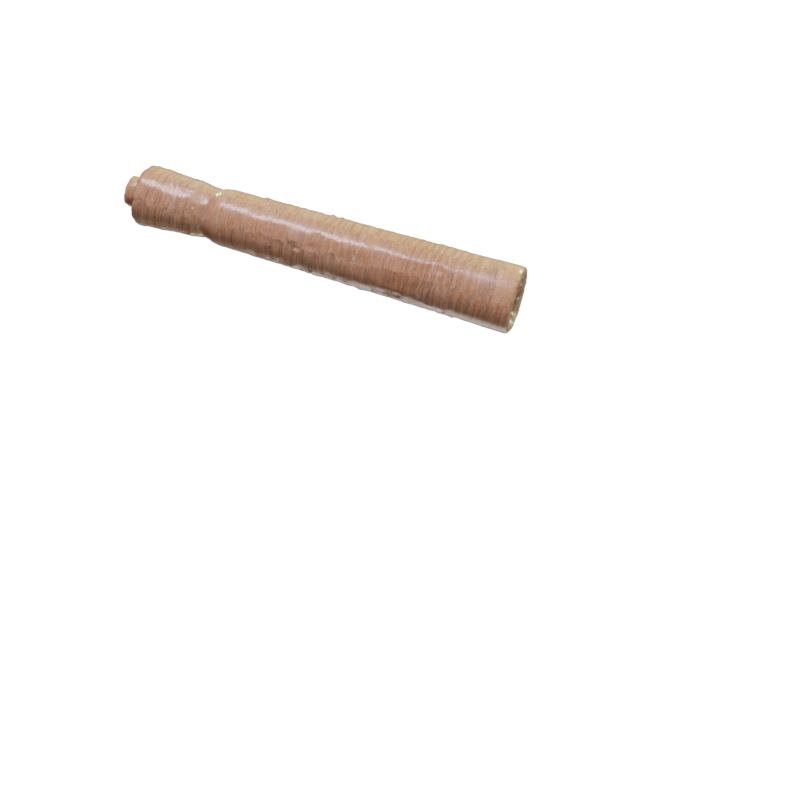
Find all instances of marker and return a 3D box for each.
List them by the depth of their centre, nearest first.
[{"bbox_3d":[-0.025,-0.045,0.318,0.125,0.019,0.019,18,9,17],"label":"marker"}]
